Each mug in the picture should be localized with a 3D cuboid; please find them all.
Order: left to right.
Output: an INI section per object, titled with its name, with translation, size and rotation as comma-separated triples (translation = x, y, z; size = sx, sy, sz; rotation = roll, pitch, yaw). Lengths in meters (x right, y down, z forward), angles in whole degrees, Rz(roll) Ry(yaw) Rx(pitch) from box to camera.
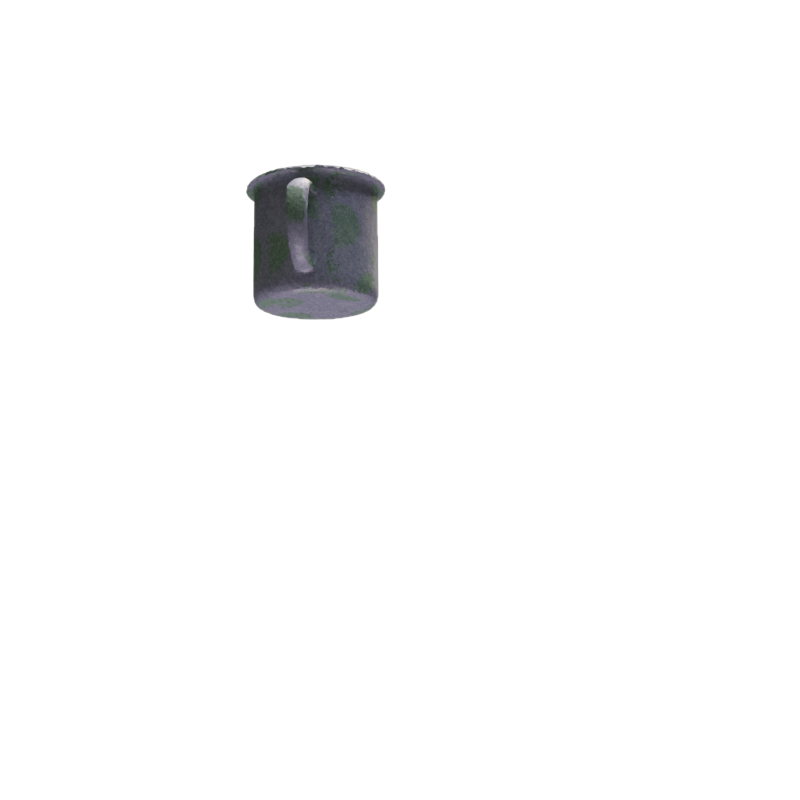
[mug]
translation = -0.056, -0.103, 0.719
size = 0.094, 0.085, 0.112
rotation = -2, -13, 4
